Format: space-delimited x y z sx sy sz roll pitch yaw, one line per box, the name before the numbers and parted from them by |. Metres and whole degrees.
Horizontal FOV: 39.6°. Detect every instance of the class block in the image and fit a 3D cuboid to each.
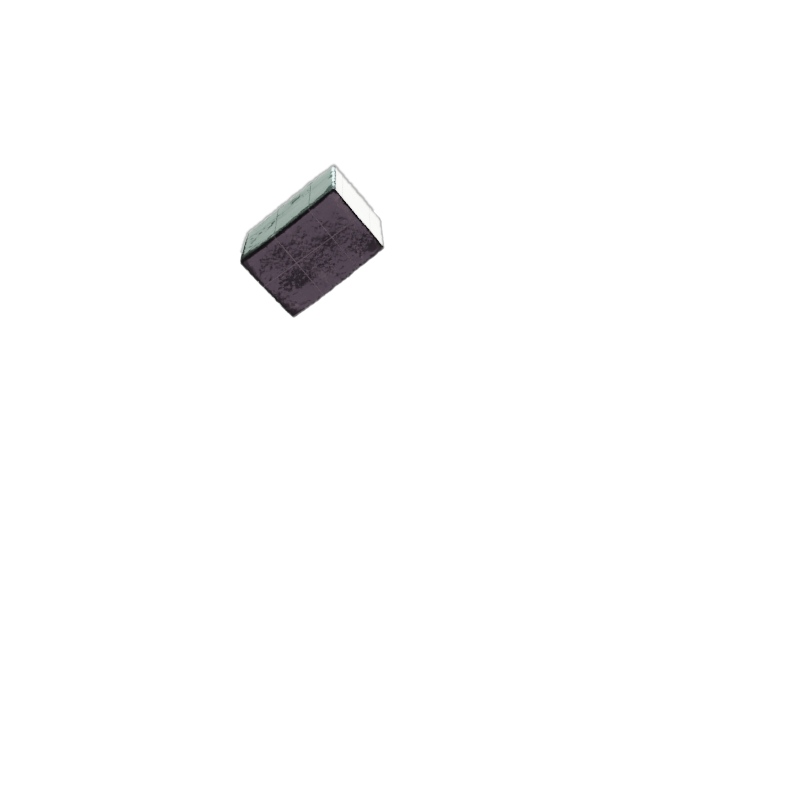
block | -0.056 -0.102 0.712 0.077 0.050 0.054 -36 21 13
